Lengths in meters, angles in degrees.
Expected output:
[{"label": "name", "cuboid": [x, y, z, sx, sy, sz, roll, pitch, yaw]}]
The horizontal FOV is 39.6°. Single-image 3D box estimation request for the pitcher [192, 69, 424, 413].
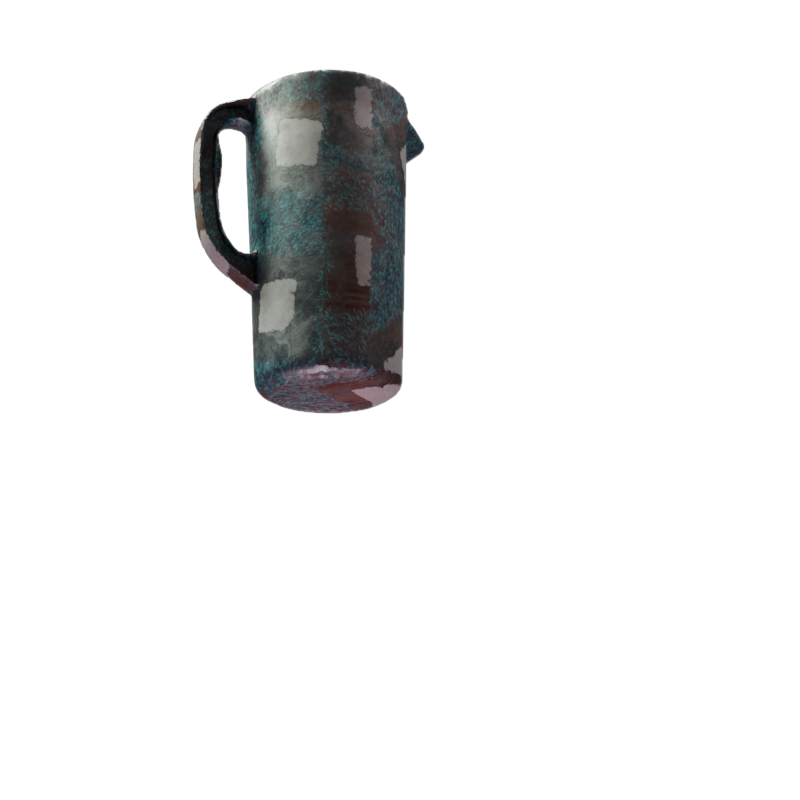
[{"label": "pitcher", "cuboid": [-0.066, -0.121, 0.846, 0.152, 0.256, 0.135, -10, -24, 20]}]
